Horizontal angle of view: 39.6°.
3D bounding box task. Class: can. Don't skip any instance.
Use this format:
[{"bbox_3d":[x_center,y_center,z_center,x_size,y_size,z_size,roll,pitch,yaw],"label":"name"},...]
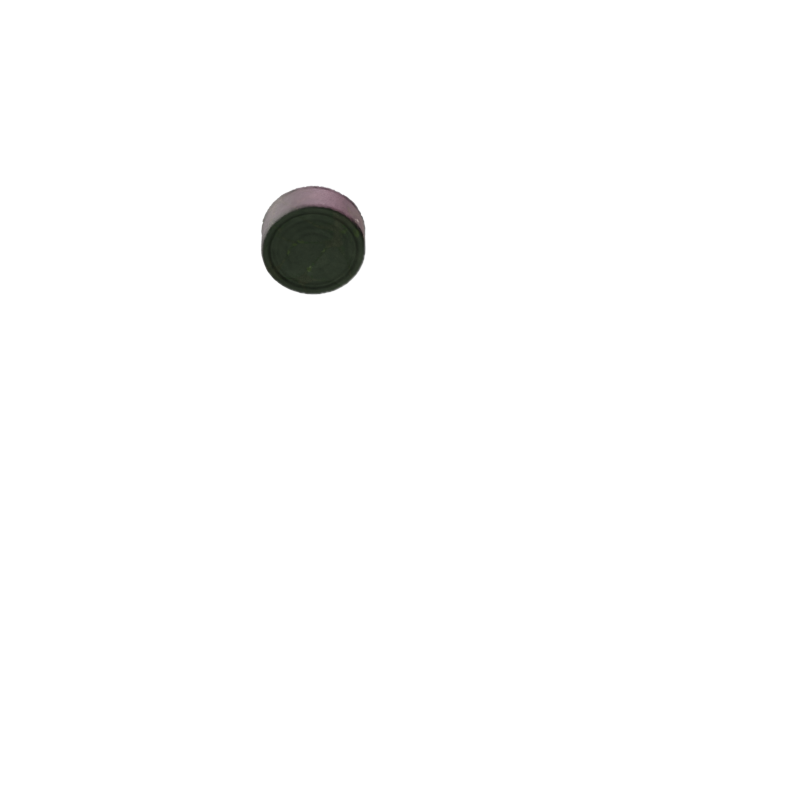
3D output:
[{"bbox_3d":[-0.071,-0.129,0.901,0.086,0.081,0.036,1,34,-1],"label":"can"}]
